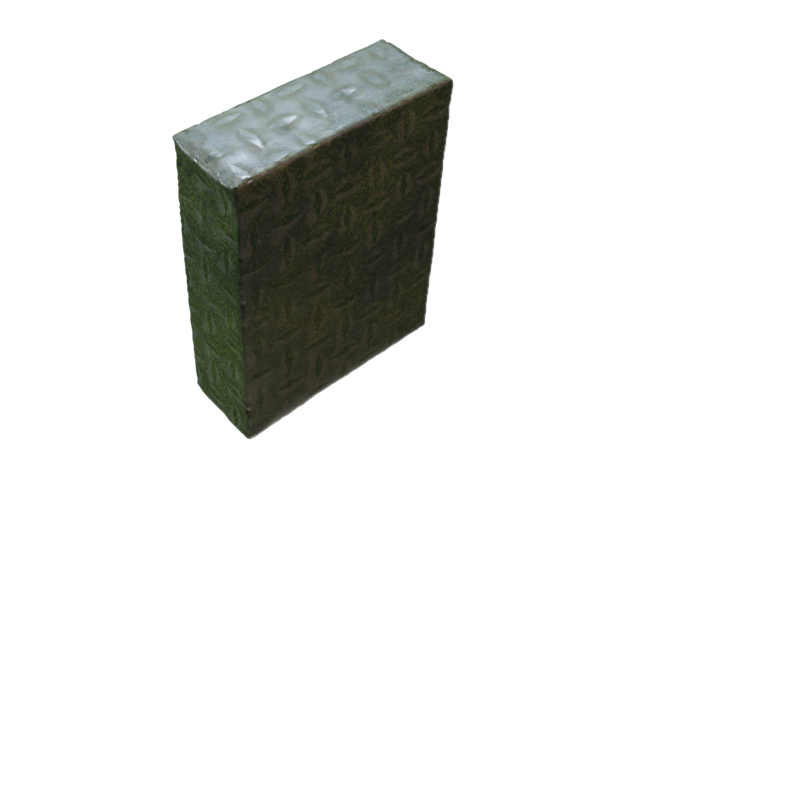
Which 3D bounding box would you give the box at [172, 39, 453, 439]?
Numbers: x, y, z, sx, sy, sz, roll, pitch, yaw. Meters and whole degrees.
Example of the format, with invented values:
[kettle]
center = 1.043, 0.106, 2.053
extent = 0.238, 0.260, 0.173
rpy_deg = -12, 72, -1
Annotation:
[box]
center = -0.055, -0.101, 0.704
extent = 0.165, 0.199, 0.077
rpy_deg = -33, 56, -30
